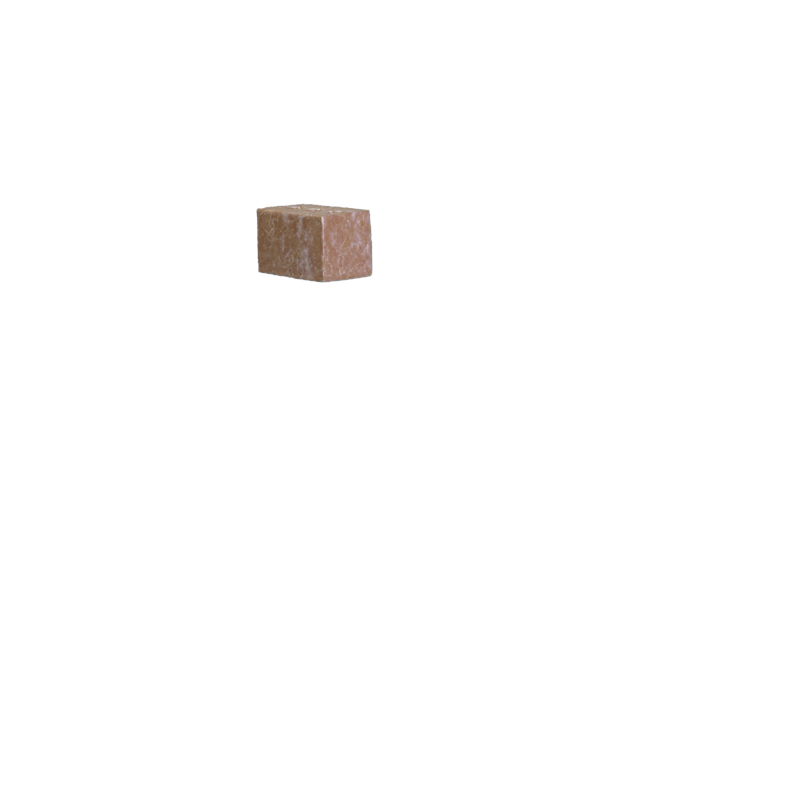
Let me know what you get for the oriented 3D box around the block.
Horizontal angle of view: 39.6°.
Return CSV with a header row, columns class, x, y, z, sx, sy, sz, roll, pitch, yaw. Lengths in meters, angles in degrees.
class,x,y,z,sx,sy,sz,roll,pitch,yaw
block,-0.067,-0.122,0.852,0.082,0.050,0.051,12,16,43
